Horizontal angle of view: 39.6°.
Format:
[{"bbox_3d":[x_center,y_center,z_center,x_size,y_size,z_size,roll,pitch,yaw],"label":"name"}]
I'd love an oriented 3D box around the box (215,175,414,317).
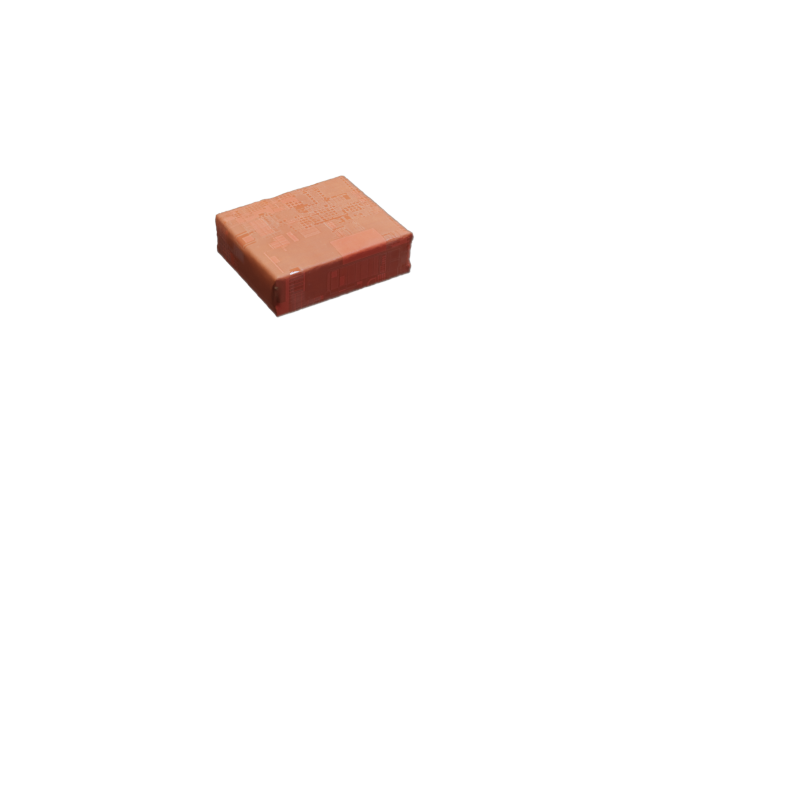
[{"bbox_3d":[-0.049,-0.089,0.623,0.088,0.028,0.079,-21,44,-24],"label":"box"}]
